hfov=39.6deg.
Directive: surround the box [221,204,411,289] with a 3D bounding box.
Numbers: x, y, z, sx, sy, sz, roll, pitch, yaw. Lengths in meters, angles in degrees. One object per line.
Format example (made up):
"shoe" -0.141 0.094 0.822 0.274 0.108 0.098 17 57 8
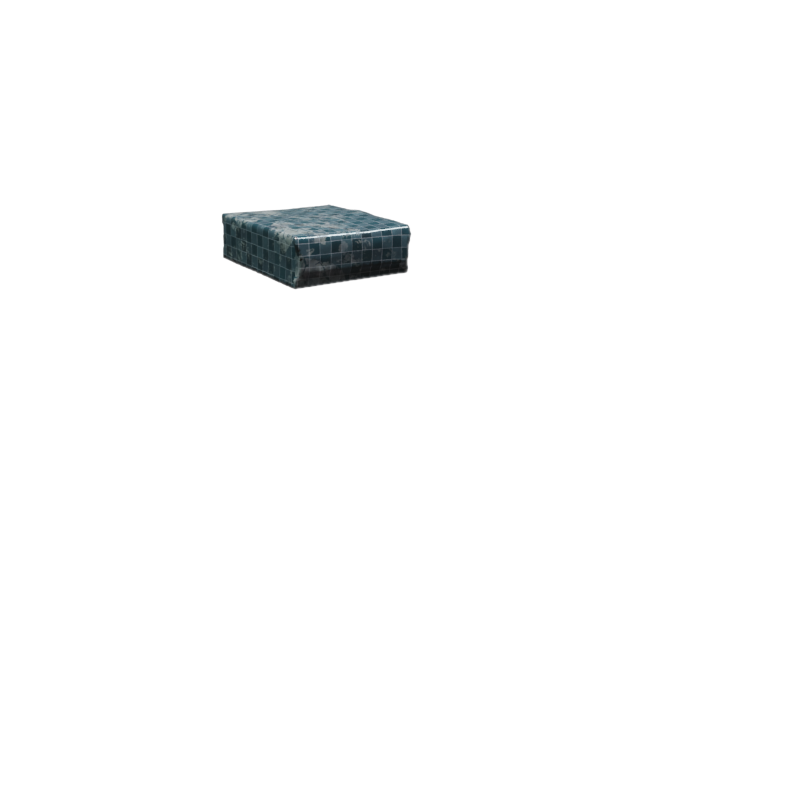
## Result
"box" -0.048 -0.089 0.621 0.071 0.029 0.095 -10 20 -30
